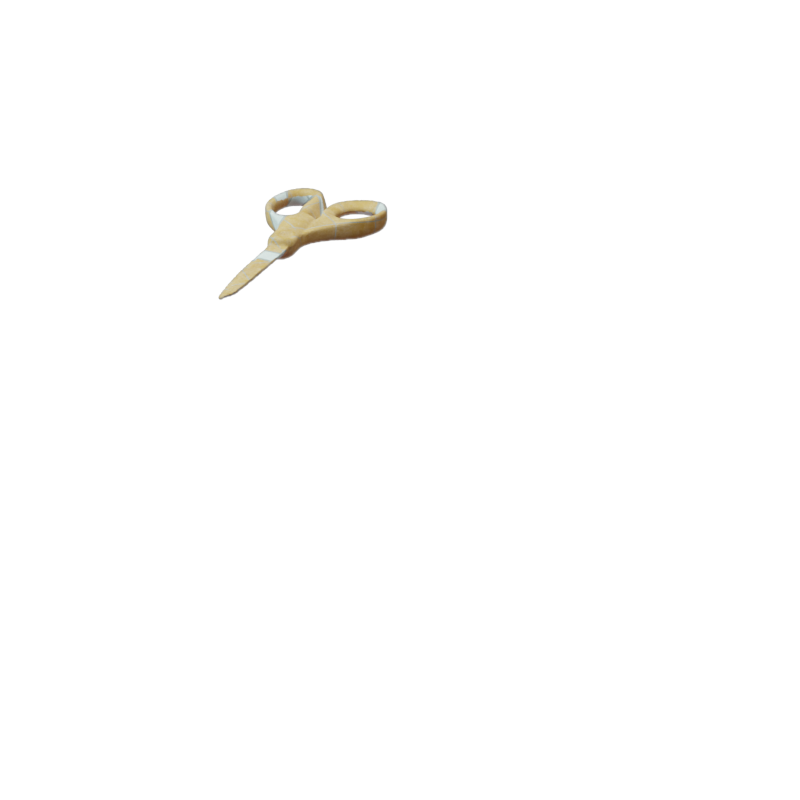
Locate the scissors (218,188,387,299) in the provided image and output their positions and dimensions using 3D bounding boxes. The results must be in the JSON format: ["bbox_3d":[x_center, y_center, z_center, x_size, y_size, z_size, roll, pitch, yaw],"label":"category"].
[{"bbox_3d":[-0.057,-0.105,0.733,0.096,0.015,0.212,0,27,1],"label":"scissors"}]
